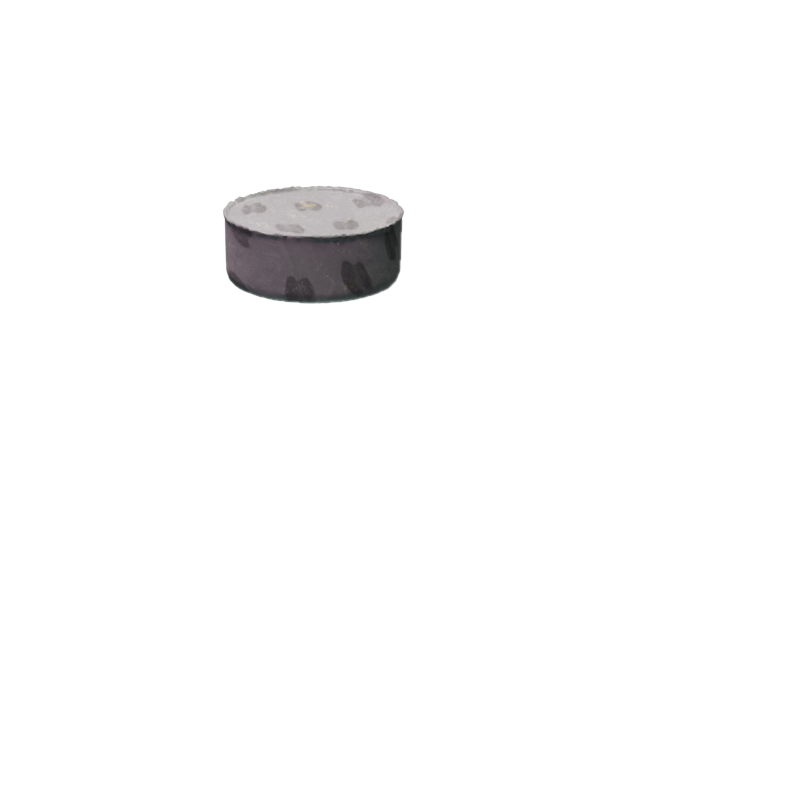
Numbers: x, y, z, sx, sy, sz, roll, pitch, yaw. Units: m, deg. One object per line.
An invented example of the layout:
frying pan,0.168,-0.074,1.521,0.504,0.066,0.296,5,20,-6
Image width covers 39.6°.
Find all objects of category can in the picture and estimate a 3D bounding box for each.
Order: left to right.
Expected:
can,-0.042,-0.076,0.532,0.086,0.032,0.090,-1,24,-2
